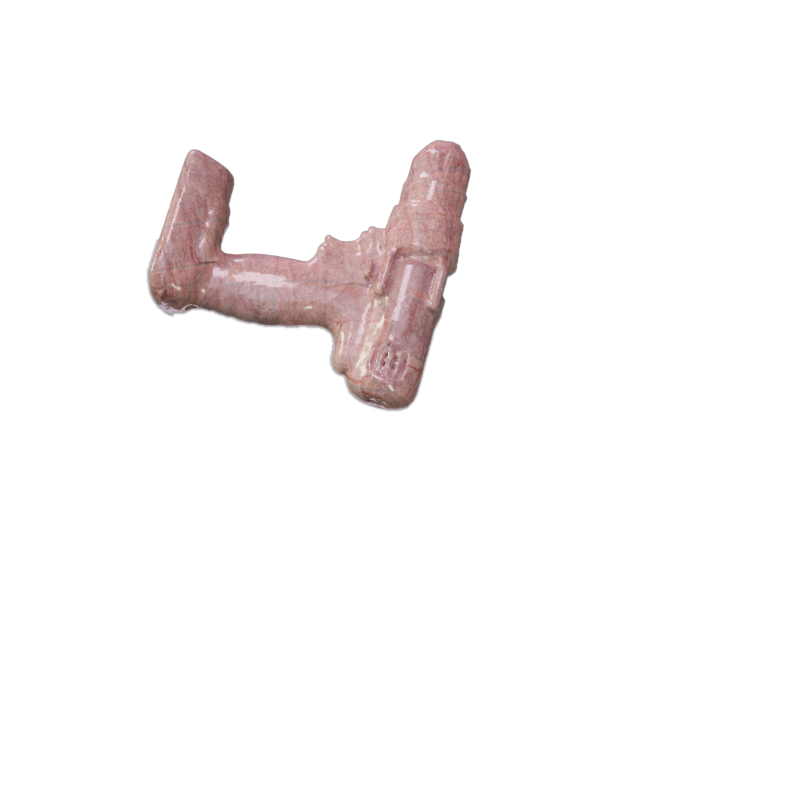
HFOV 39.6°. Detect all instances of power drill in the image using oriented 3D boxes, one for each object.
[{"bbox_3d":[-0.056,-0.103,0.718,0.189,0.191,0.055,14,-19,5],"label":"power drill"}]
